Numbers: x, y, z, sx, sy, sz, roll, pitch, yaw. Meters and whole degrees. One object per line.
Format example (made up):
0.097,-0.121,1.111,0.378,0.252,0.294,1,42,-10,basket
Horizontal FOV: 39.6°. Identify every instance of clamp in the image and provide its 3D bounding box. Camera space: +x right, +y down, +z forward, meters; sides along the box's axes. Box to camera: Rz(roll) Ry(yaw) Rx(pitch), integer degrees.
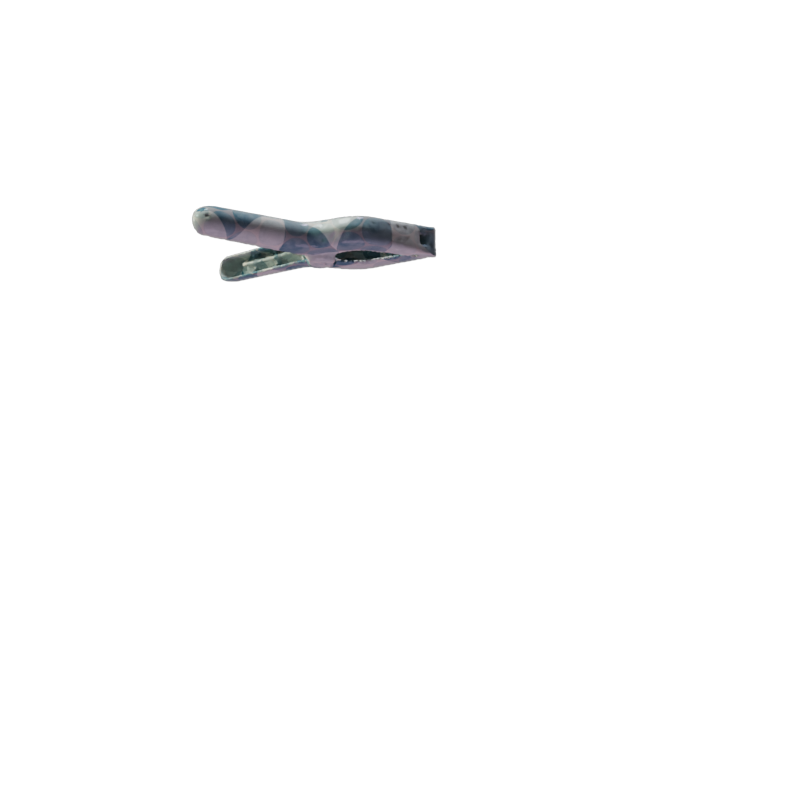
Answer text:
-0.076,-0.138,0.968,0.212,0.037,0.158,-1,-9,9,clamp
